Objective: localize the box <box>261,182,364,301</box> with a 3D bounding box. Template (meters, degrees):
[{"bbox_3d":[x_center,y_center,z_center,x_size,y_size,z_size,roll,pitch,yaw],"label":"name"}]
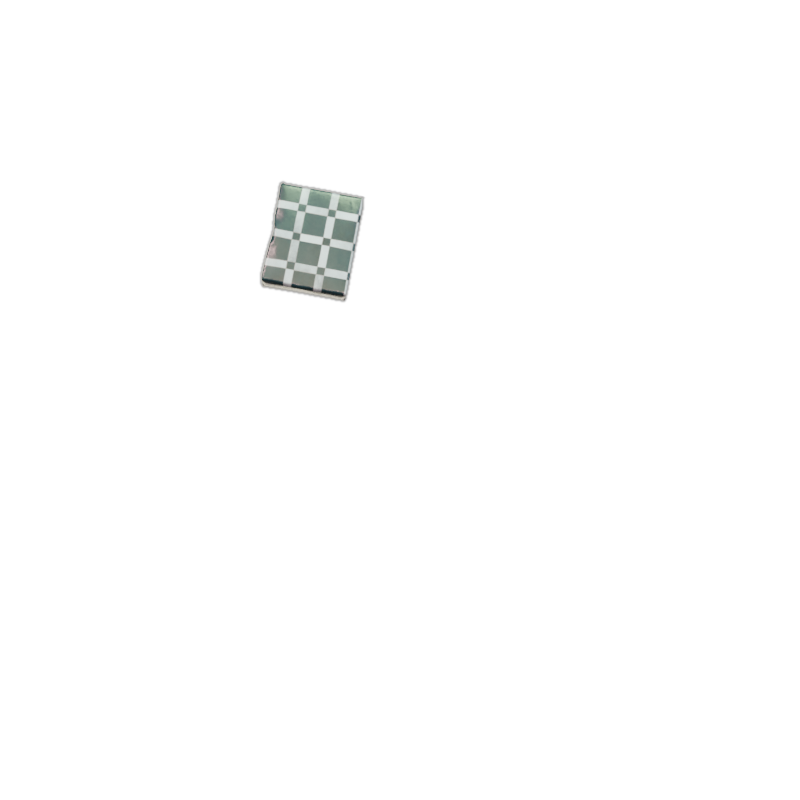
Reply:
[{"bbox_3d":[-0.073,-0.134,0.937,0.073,0.092,0.029,10,-15,2],"label":"box"}]
